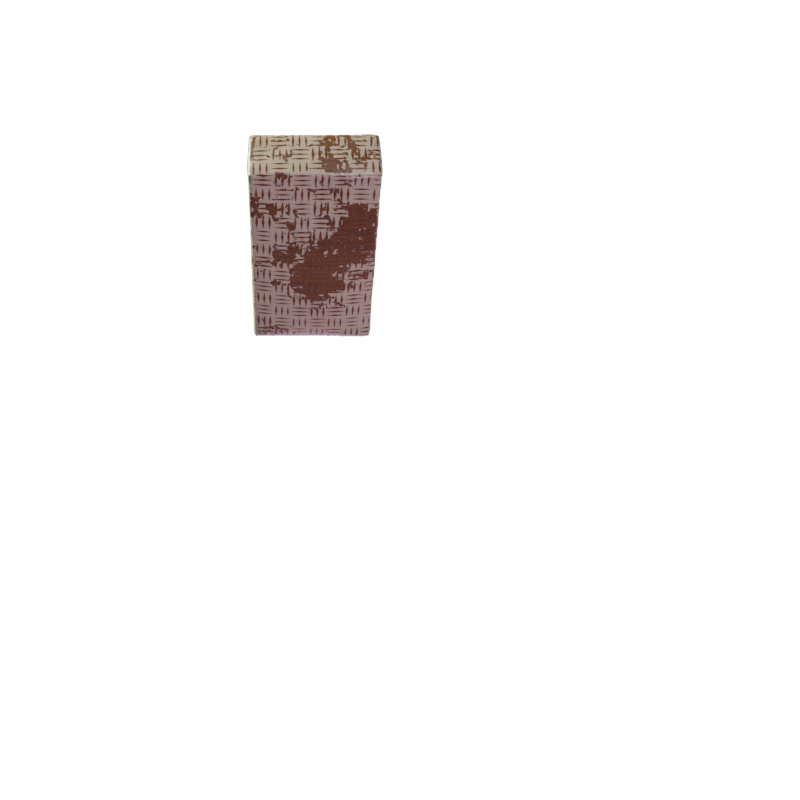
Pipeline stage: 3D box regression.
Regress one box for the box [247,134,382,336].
[{"bbox_3d":[-0.064,-0.116,0.813,0.093,0.051,0.165,0,-36,-3],"label":"box"}]
